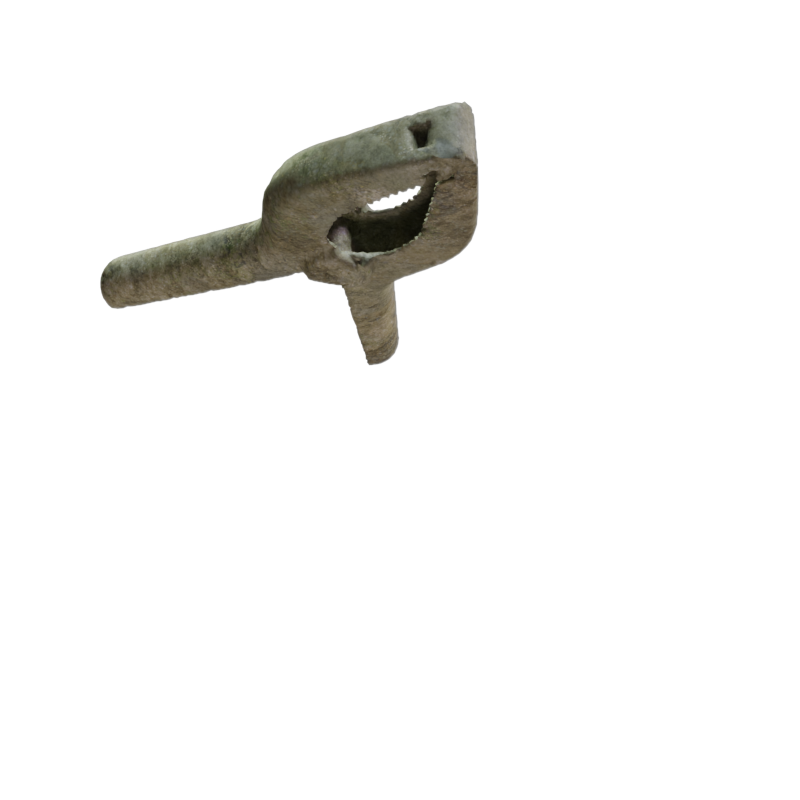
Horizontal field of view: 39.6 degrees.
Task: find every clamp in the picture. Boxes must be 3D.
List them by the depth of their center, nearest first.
[{"bbox_3d":[-0.039,-0.072,0.504,0.159,0.038,0.205,9,-24,-22],"label":"clamp"}]
